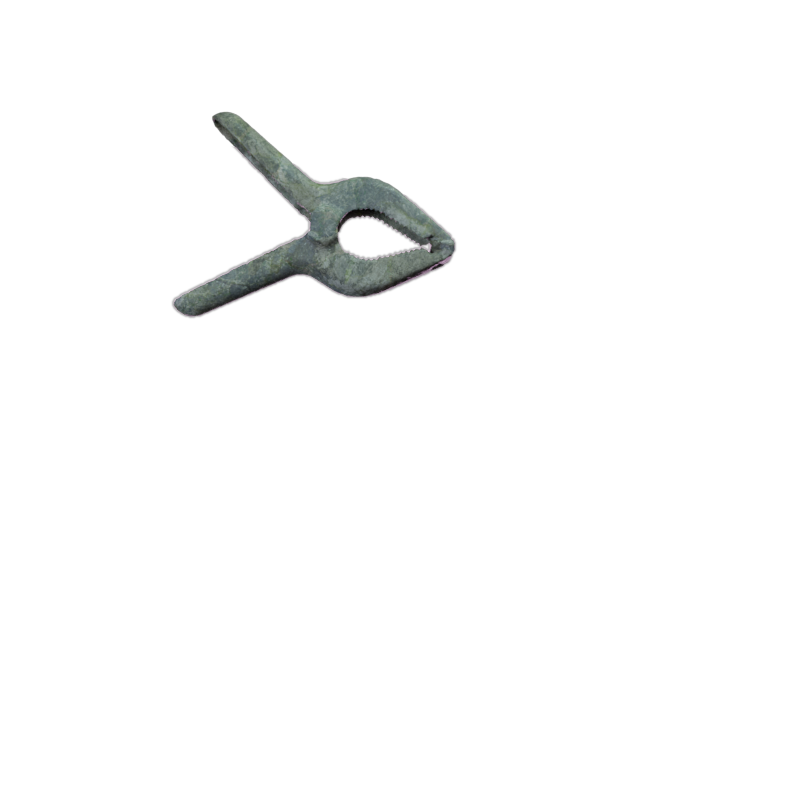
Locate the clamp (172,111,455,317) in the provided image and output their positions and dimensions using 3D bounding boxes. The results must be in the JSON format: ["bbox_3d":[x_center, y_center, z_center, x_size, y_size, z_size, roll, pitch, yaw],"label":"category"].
[{"bbox_3d":[-0.066,-0.121,0.847,0.211,0.169,0.035,16,-14,4],"label":"clamp"}]
